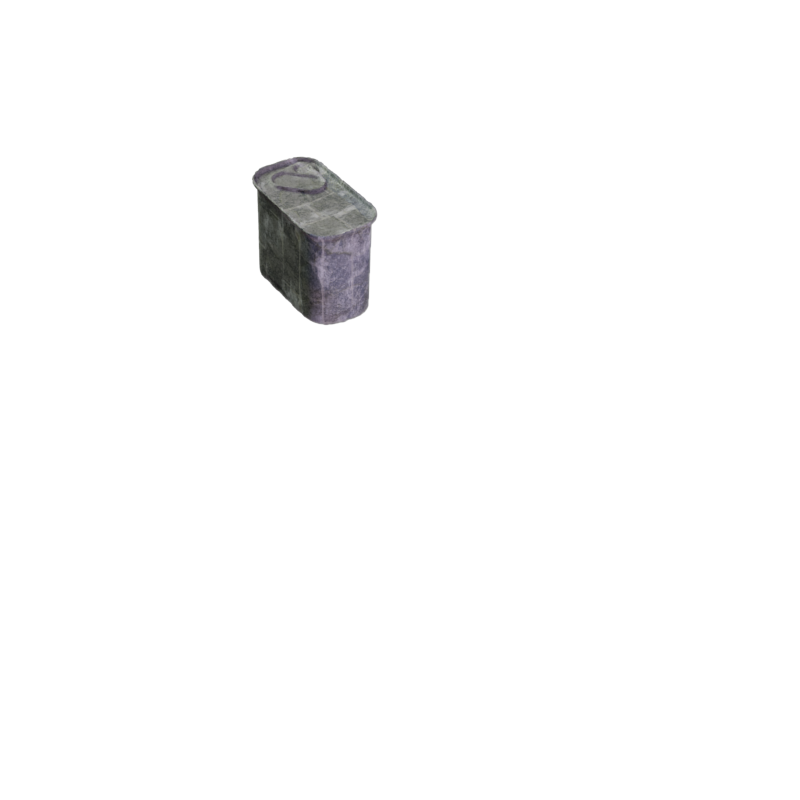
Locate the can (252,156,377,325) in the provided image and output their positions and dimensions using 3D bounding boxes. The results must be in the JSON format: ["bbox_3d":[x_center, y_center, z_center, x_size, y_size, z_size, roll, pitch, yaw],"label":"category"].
[{"bbox_3d":[-0.063,-0.115,0.806,0.057,0.078,0.110,-22,46,-26],"label":"can"}]
